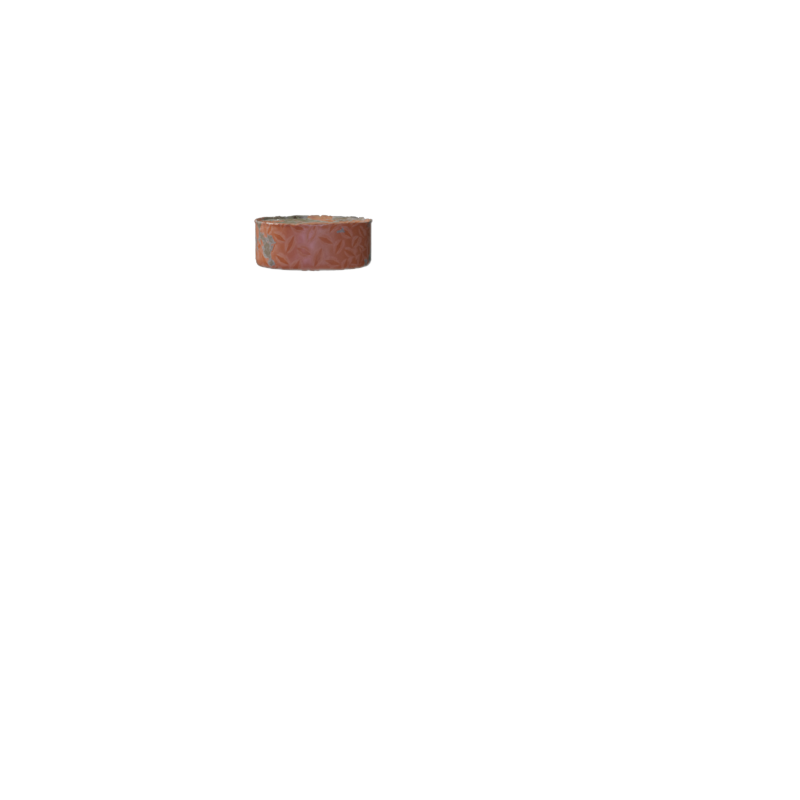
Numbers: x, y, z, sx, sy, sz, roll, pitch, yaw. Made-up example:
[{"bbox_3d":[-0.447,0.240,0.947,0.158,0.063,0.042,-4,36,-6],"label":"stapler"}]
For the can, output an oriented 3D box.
[{"bbox_3d":[-0.063,-0.115,0.803,0.086,0.033,0.088,0,12,-2],"label":"can"}]
